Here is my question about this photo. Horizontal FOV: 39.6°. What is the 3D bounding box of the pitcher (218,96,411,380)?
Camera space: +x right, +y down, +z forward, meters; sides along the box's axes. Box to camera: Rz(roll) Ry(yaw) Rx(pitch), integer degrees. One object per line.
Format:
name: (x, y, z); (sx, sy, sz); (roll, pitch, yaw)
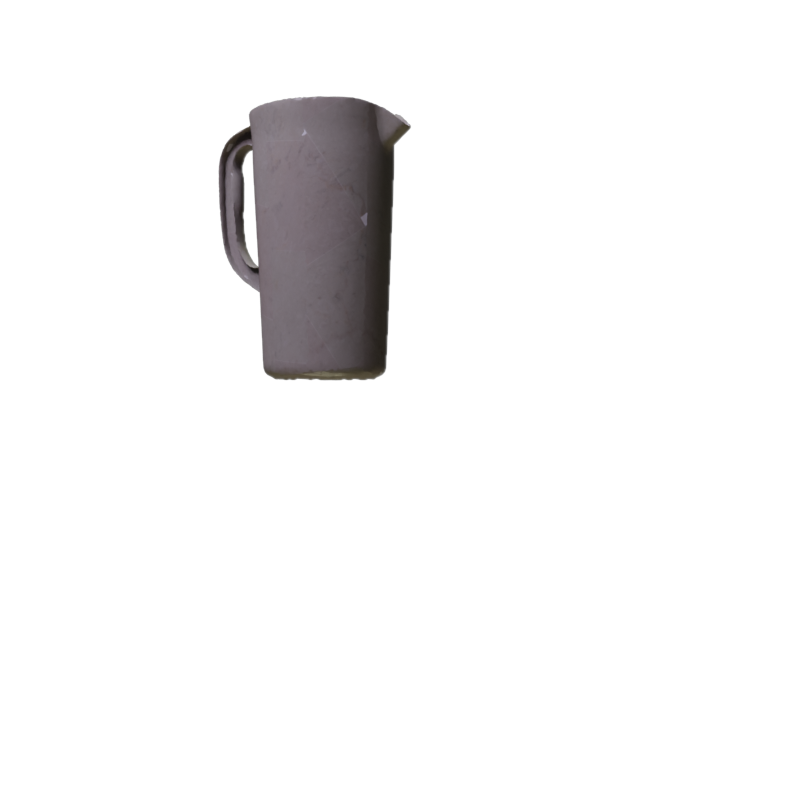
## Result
pitcher: (-0.077, -0.141, 0.985); (0.141, 0.246, 0.151); (1, -4, -20)
